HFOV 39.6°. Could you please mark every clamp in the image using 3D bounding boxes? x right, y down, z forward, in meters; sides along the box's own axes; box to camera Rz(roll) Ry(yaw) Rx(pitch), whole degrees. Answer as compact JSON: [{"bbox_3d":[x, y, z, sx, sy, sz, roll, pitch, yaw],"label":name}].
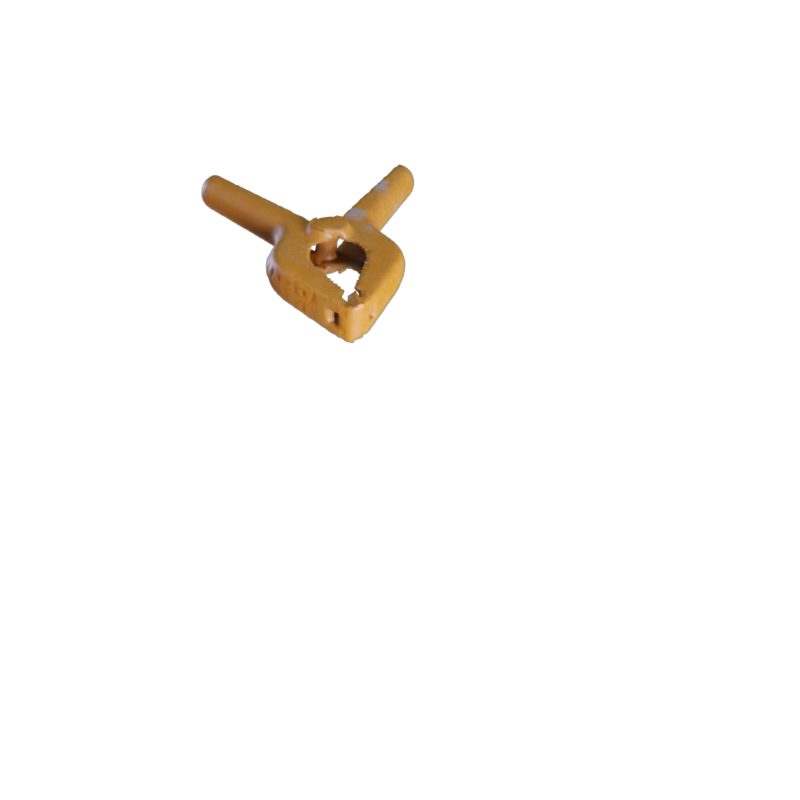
[{"bbox_3d":[-0.061,-0.112,0.784,0.164,0.034,0.225,-3,36,-4],"label":"clamp"}]
